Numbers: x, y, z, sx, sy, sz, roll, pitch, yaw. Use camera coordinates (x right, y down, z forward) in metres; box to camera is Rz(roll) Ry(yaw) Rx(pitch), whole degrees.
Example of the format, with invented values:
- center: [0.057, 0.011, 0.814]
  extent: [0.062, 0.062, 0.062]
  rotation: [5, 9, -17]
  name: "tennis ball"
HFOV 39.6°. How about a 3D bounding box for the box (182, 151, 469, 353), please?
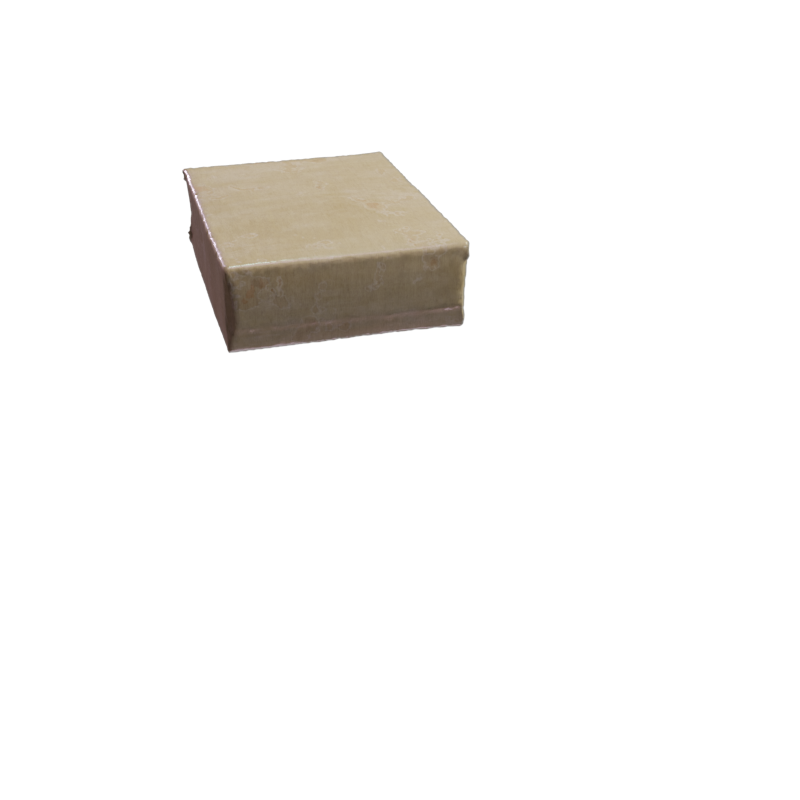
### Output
- center: [-0.034, -0.063, 0.439]
  extent: [0.088, 0.037, 0.121]
  rotation: [-7, 28, -15]
  name: "box"
